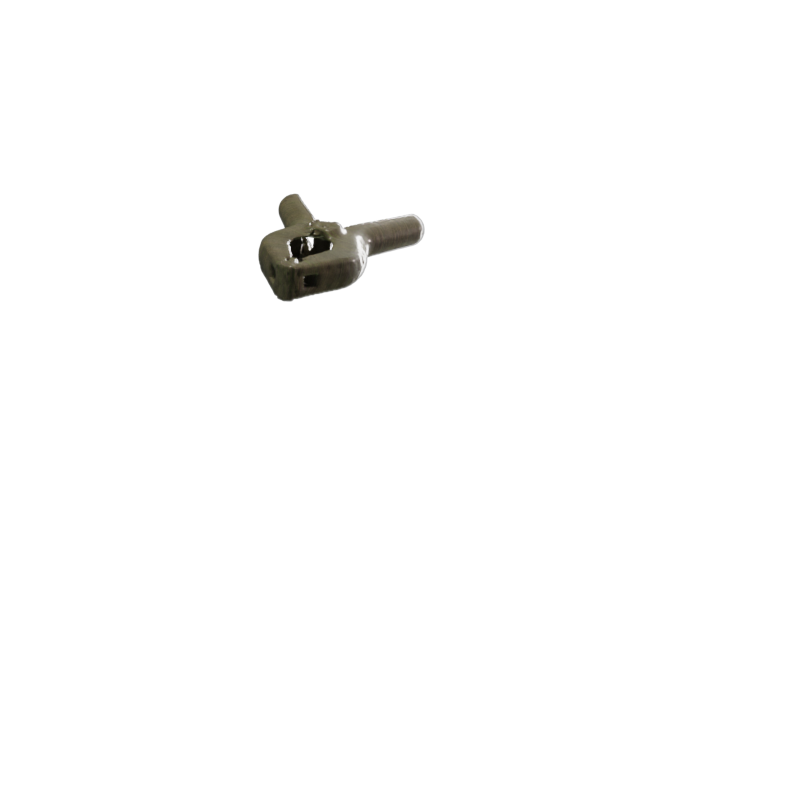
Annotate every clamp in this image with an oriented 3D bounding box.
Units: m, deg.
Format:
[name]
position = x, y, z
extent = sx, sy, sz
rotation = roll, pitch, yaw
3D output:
[clamp]
position = -0.066, -0.120, 0.838
extent = 0.125, 0.037, 0.172
rotation = 10, 24, 23
